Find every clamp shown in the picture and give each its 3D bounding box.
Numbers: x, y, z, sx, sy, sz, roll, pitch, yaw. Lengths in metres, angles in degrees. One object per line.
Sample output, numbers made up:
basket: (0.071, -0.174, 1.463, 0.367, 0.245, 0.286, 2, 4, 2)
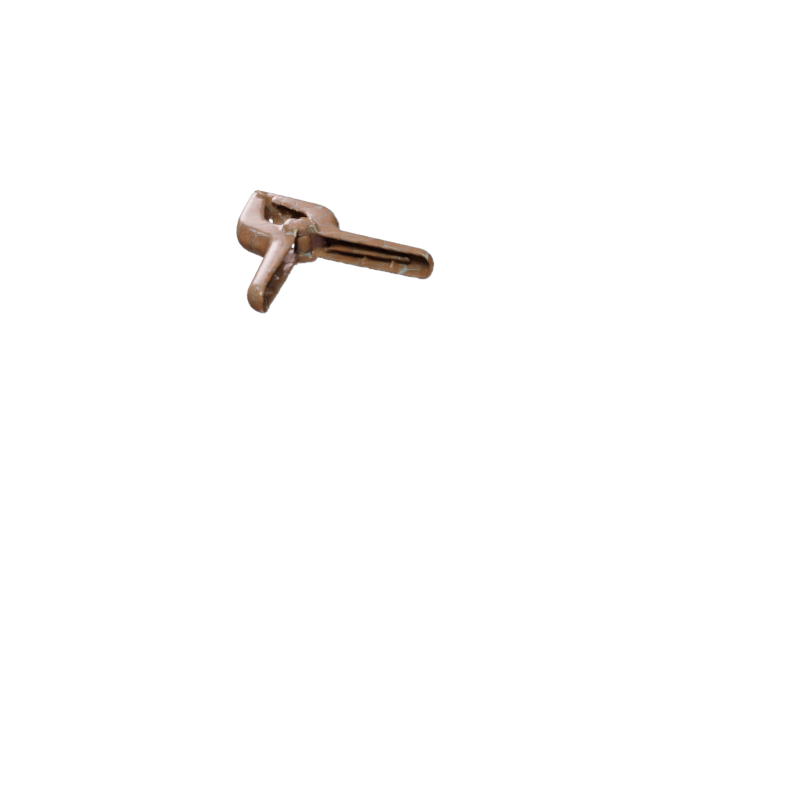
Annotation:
clamp: (-0.077, -0.140, 0.982, 0.162, 0.034, 0.225, -10, 31, -17)
